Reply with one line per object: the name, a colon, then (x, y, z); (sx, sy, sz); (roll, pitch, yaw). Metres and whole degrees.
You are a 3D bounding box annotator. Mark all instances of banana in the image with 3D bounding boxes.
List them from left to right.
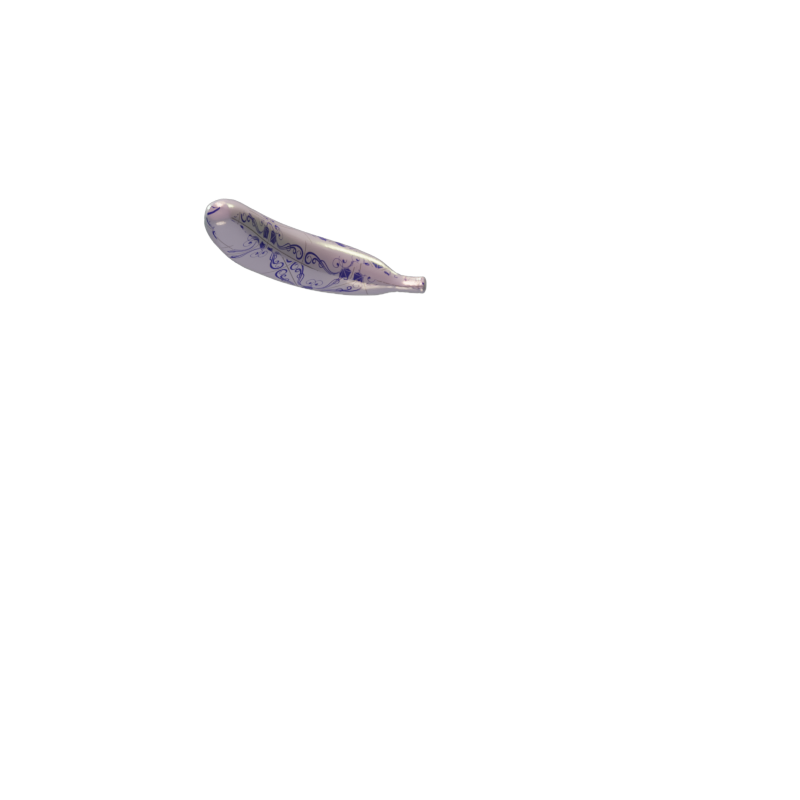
banana: (-0.069, -0.102, 0.750); (0.071, 0.038, 0.187); (-12, -17, 43)
